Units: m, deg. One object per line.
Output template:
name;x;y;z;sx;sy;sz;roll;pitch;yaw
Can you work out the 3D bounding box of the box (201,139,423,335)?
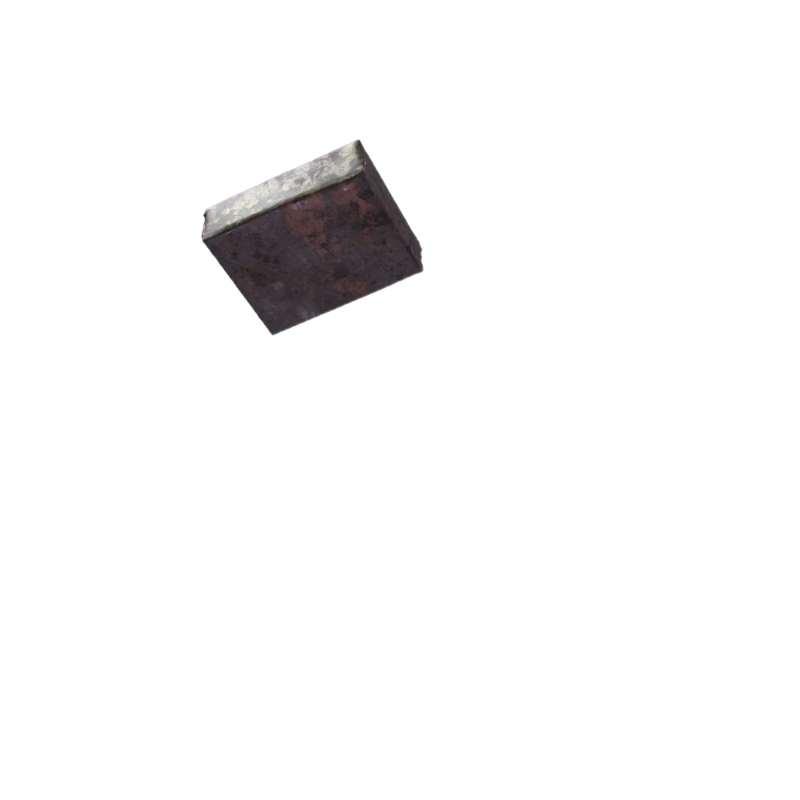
box;-0.055;-0.099;0.696;0.114;0.083;0.042;-20;39;17
